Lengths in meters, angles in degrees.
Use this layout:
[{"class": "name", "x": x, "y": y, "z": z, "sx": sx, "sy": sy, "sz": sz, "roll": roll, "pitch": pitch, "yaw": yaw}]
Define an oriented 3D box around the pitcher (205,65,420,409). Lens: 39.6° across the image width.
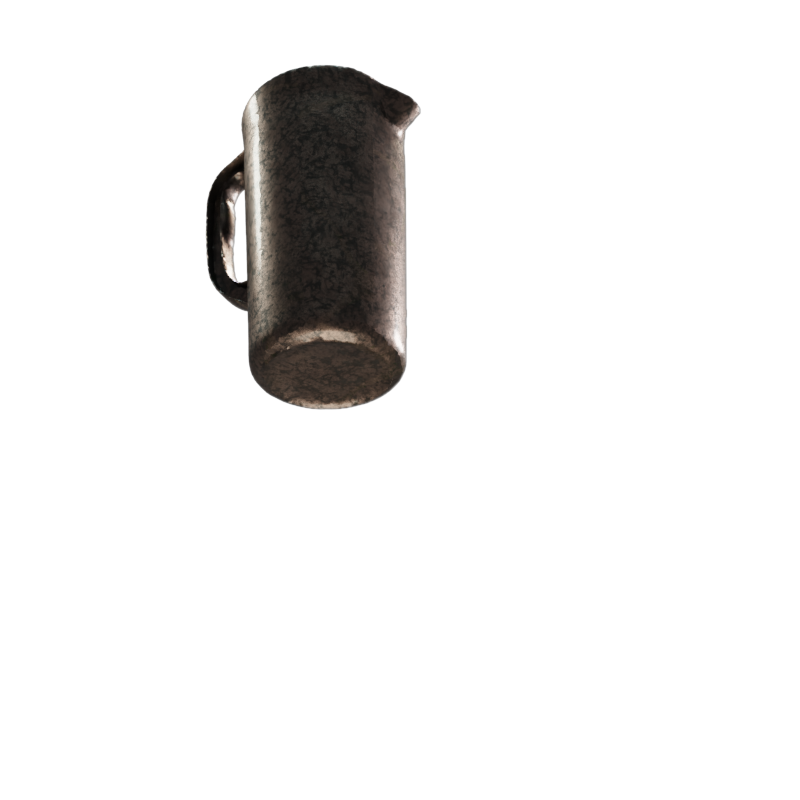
[{"class": "pitcher", "x": -0.065, "y": -0.118, "z": 0.827, "sx": 0.141, "sy": 0.260, "sz": 0.143, "roll": 9, "pitch": -37, "yaw": -16}]
